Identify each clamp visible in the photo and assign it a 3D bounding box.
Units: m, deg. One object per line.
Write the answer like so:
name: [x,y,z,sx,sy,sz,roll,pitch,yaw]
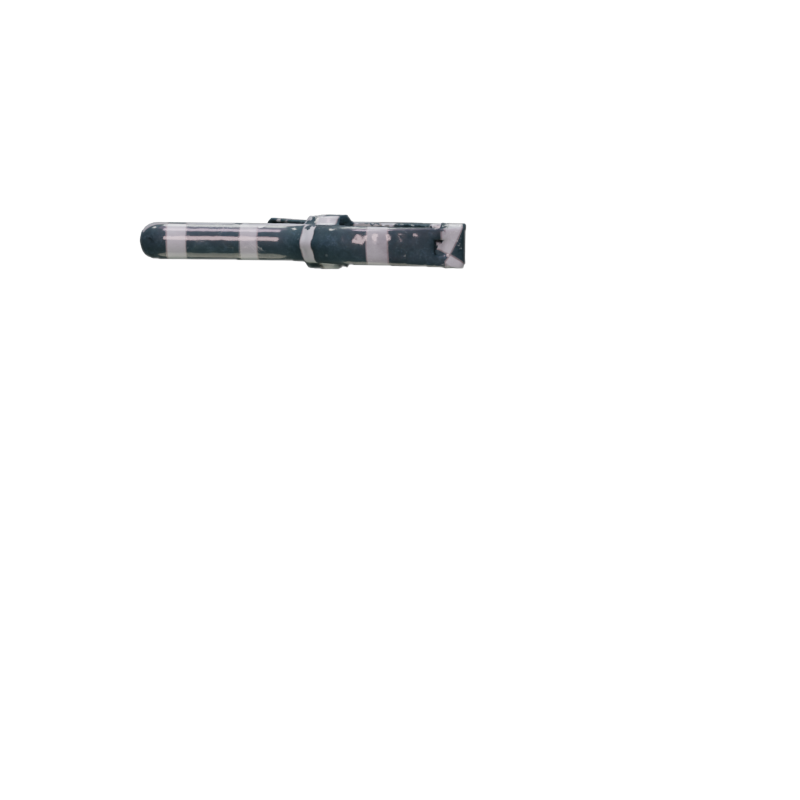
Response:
clamp: [-0.059,-0.107,0.751,0.219,0.036,0.160,8,14,35]
